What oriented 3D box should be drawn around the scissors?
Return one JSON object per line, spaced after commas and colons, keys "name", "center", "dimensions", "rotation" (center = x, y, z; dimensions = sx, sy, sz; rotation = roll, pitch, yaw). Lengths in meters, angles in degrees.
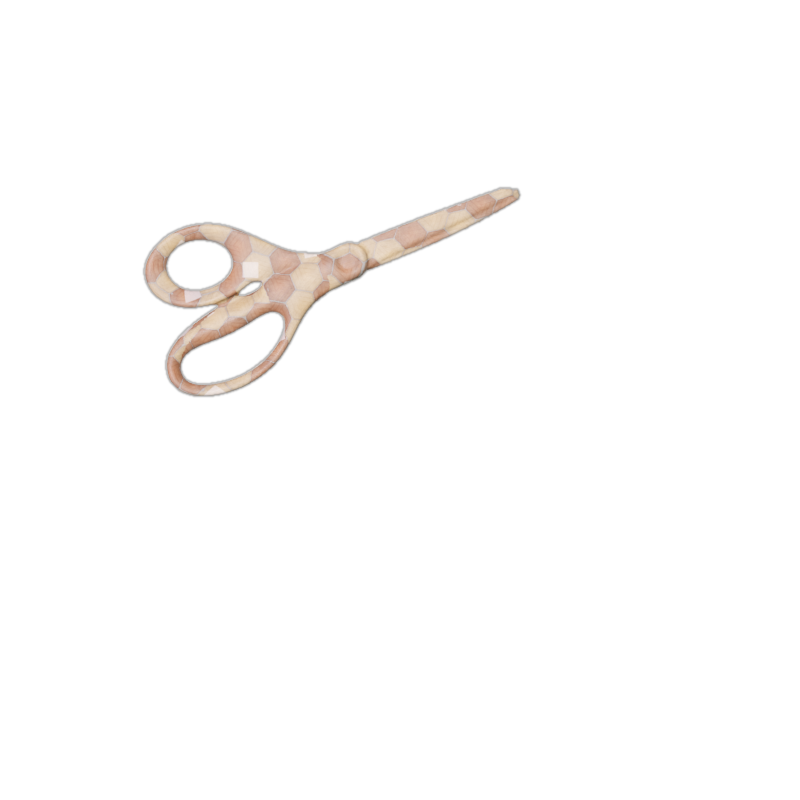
{"name": "scissors", "center": [-0.045, -0.082, 0.573], "dimensions": [0.202, 0.098, 0.015], "rotation": [-38, -8, -7]}
